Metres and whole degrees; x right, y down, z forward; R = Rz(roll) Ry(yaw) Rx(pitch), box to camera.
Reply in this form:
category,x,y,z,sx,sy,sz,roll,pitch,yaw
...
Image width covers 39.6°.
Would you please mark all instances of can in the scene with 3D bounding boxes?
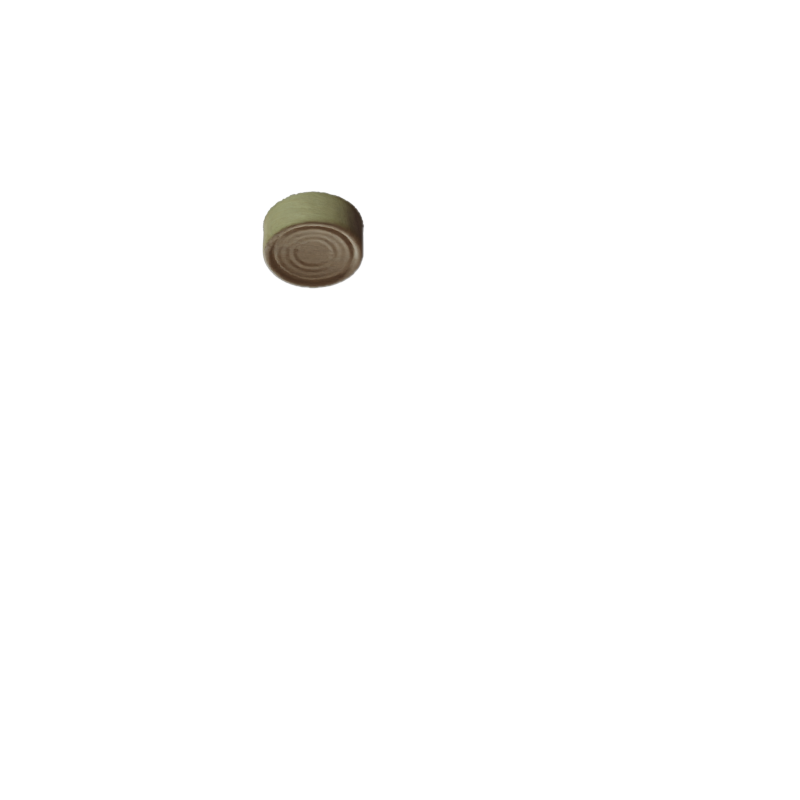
category,x,y,z,sx,sy,sz,roll,pitch,yaw
can,-0.073,-0.132,0.928,0.086,0.036,0.080,1,-39,-2
